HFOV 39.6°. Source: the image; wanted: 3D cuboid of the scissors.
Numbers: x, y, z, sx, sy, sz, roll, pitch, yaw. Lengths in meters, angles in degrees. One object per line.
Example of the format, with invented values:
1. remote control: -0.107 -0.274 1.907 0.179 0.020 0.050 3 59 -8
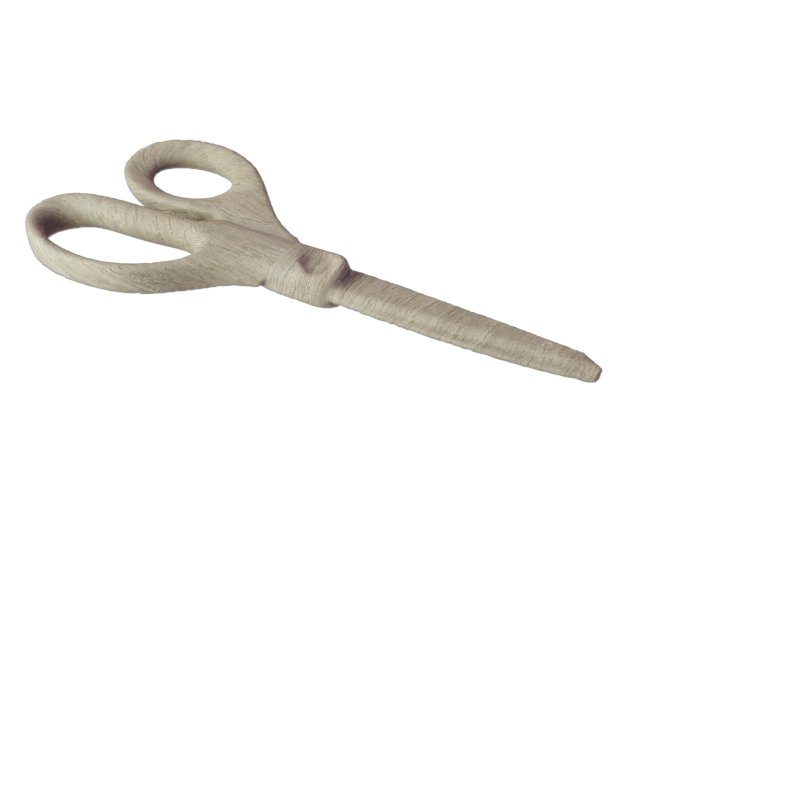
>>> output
1. scissors: -0.030 -0.055 0.389 0.205 0.015 0.101 9 42 11
